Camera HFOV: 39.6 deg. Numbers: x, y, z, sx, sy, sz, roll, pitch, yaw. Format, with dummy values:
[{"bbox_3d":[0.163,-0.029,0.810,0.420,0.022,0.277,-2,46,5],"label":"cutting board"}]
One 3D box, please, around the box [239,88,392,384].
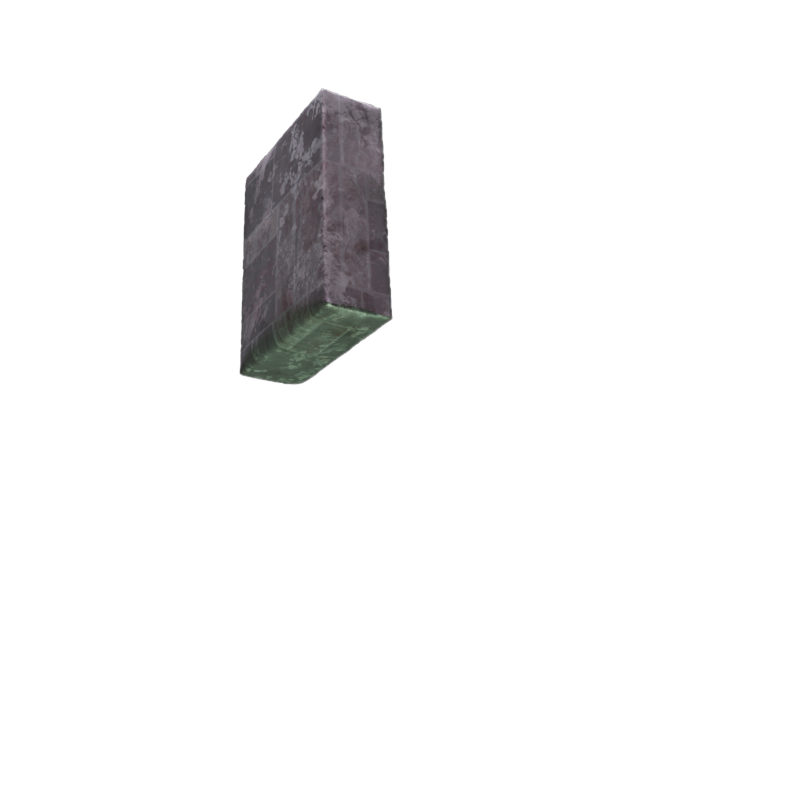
[{"bbox_3d":[-0.077,-0.141,0.989,0.069,0.227,0.162,14,-31,-28],"label":"box"}]
